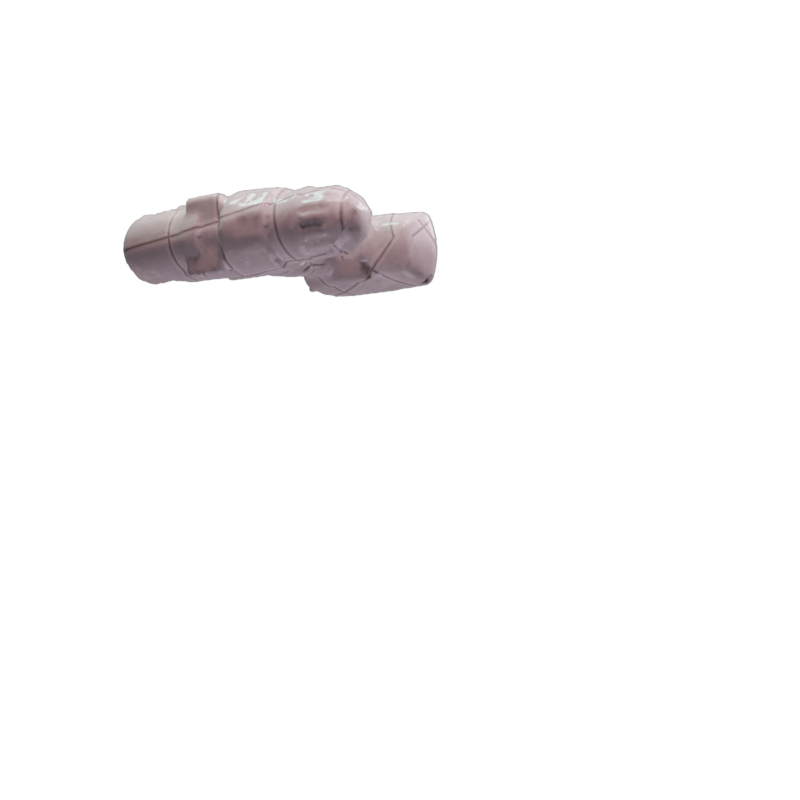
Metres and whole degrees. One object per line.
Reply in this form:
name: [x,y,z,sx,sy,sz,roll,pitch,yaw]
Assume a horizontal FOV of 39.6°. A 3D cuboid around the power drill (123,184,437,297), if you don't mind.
power drill: [-0.056,-0.103,0.720,0.191,0.058,0.180,0,0,37]
